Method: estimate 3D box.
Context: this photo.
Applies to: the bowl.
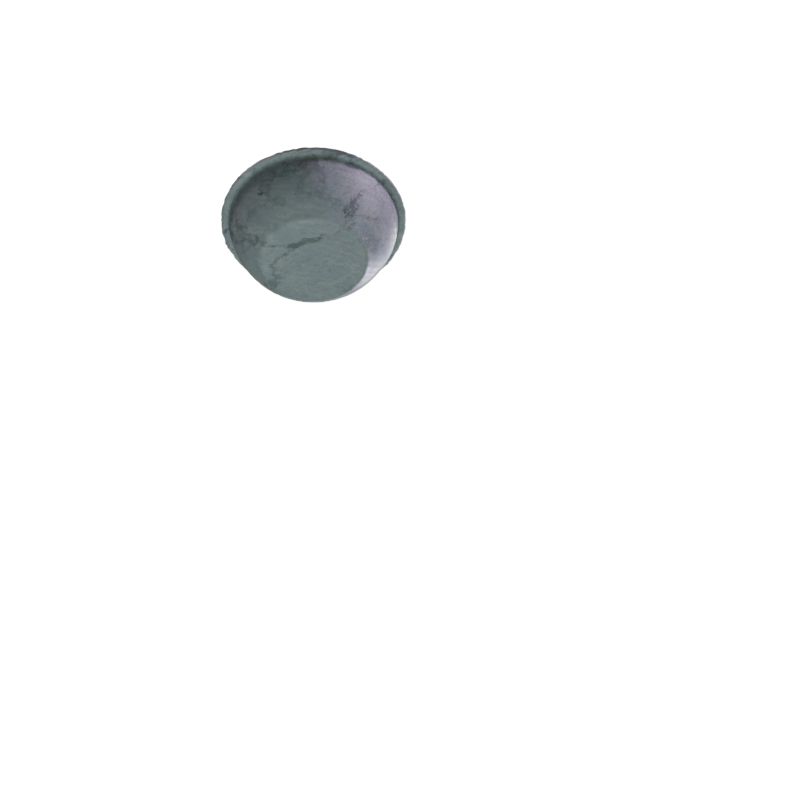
[{"bbox_3d":[-0.074,-0.135,0.949,0.162,0.151,0.059,1,43,-1],"label":"bowl"}]
